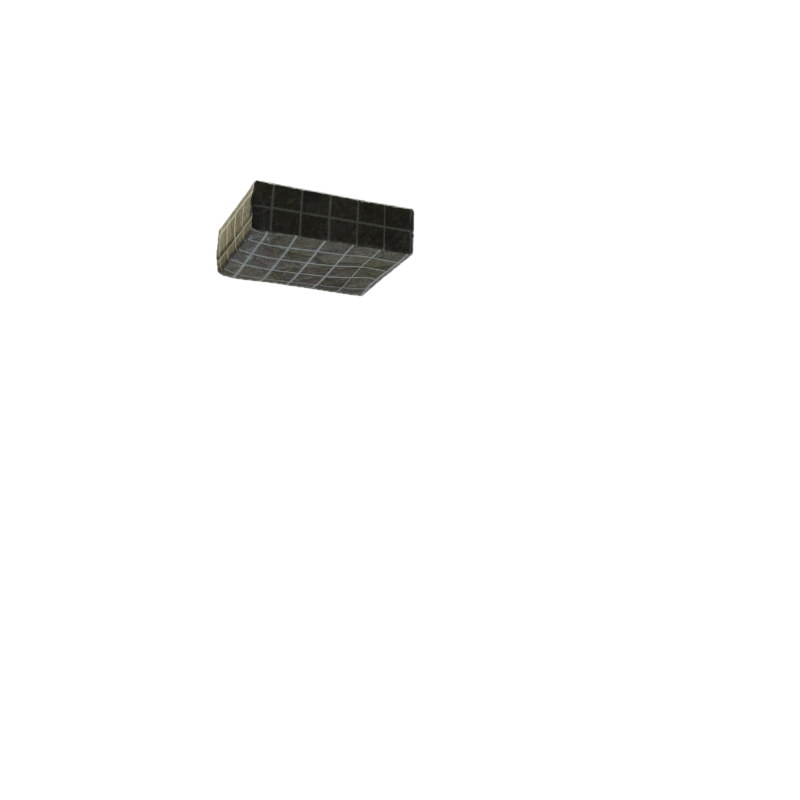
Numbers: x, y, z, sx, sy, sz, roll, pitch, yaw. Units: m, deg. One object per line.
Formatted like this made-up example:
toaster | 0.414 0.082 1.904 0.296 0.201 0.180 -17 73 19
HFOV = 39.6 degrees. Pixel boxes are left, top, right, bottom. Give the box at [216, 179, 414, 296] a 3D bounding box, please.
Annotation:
box | -0.058 -0.106 0.746 0.110 0.041 0.089 6 -17 -20
